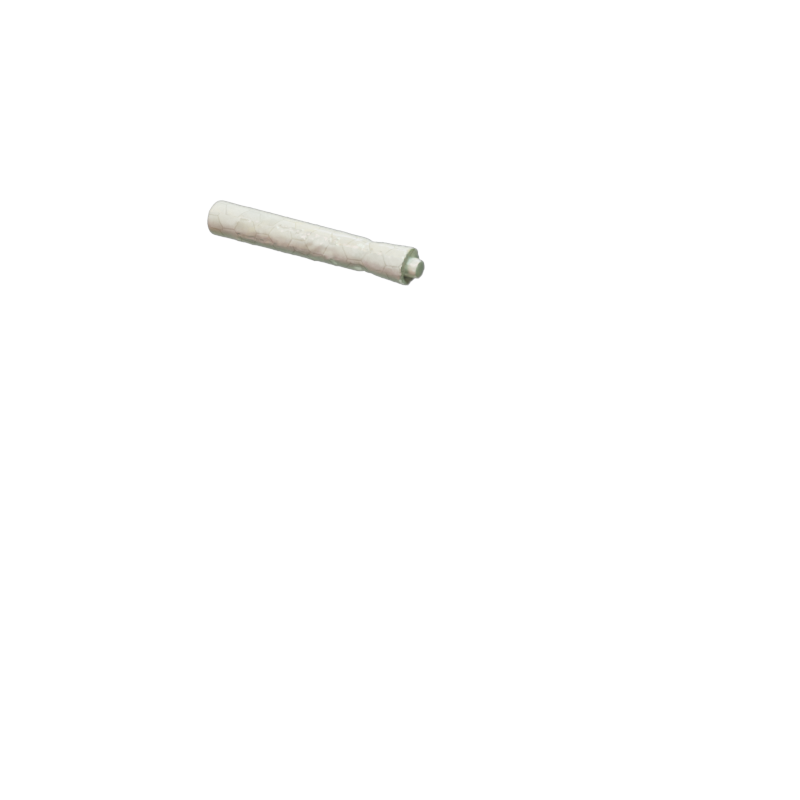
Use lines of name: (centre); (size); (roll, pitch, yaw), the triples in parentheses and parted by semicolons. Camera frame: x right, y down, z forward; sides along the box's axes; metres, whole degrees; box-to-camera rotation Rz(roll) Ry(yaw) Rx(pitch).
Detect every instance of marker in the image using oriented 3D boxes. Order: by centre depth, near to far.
marker: (-0.043, -0.079, 0.554); (0.127, 0.019, 0.019); (18, 12, 29)
